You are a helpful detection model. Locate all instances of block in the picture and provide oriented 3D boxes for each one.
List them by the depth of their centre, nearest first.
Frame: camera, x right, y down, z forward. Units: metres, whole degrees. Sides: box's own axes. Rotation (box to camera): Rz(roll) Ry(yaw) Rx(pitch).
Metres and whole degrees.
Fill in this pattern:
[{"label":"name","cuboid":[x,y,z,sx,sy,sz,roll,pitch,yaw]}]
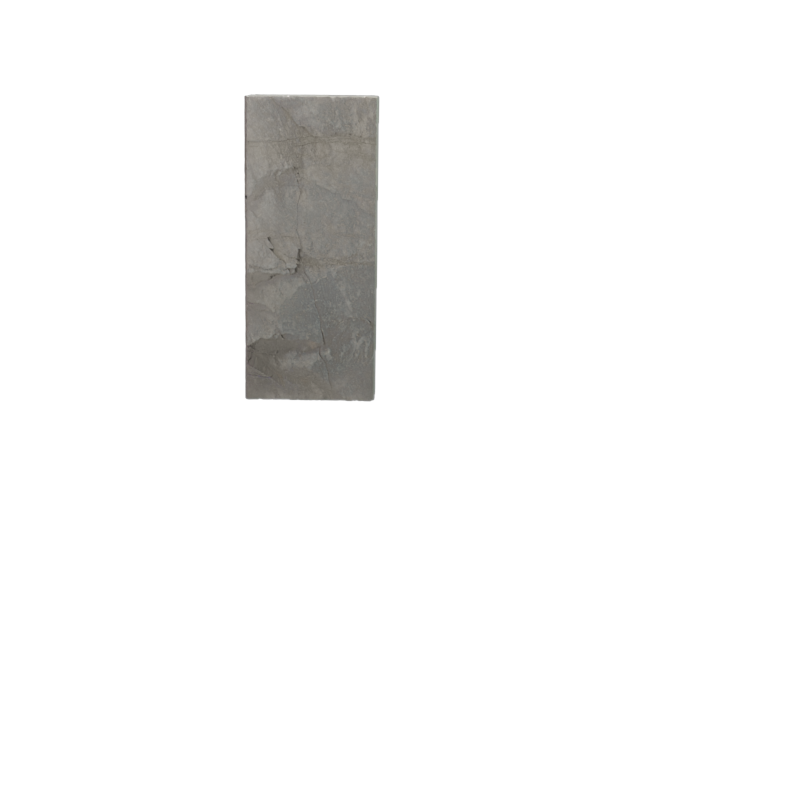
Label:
[{"label":"block","cuboid":[-0.061,-0.112,0.784,0.091,0.202,0.092,1,10,0]}]
